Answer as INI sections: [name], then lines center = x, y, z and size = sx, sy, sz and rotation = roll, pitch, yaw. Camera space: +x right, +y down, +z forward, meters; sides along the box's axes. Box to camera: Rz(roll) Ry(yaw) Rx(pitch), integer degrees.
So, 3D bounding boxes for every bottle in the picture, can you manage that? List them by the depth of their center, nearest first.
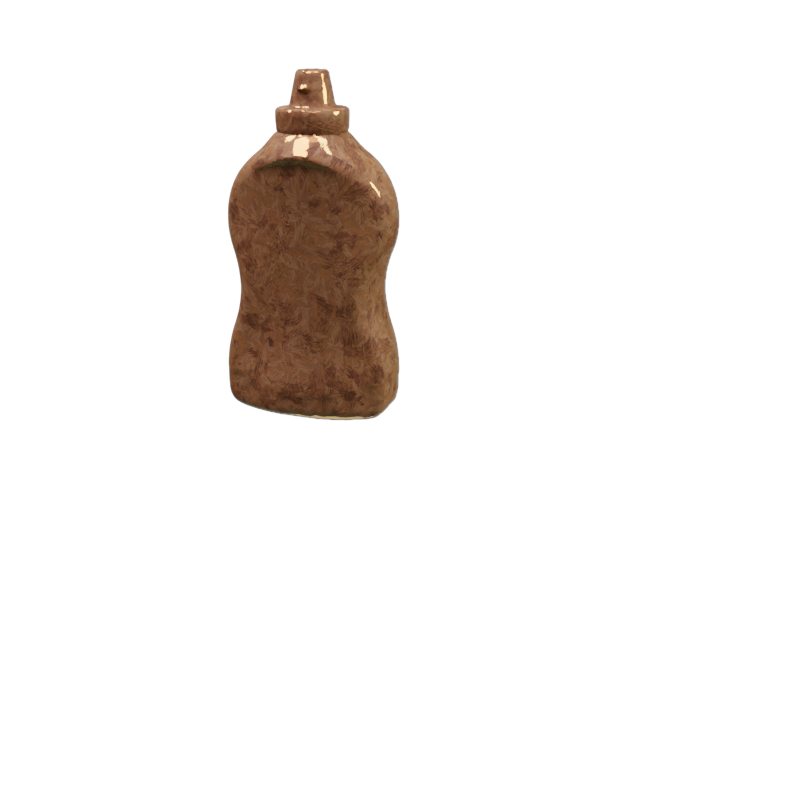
[bottle]
center = -0.049, -0.089, 0.622
size = 0.099, 0.186, 0.058
rotation = 6, 13, 21
